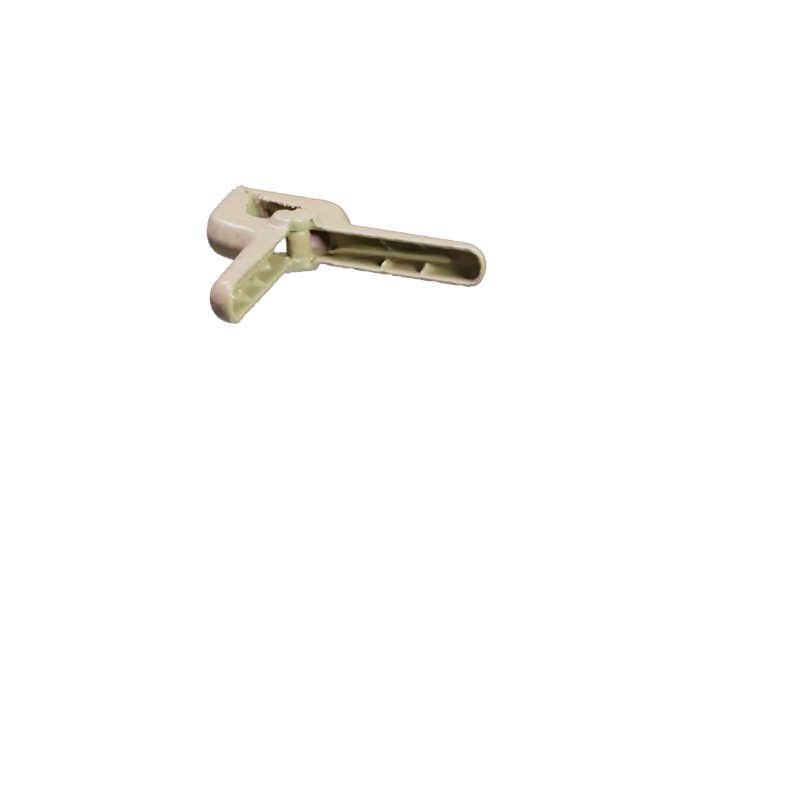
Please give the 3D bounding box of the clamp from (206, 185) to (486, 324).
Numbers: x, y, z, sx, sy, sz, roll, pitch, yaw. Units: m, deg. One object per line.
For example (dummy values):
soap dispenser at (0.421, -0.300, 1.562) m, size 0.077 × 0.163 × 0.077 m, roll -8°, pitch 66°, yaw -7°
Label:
clamp at (-0.054, -0.099, 0.696) m, size 0.162 × 0.035 × 0.223 m, roll -7°, pitch 24°, yaw -16°
